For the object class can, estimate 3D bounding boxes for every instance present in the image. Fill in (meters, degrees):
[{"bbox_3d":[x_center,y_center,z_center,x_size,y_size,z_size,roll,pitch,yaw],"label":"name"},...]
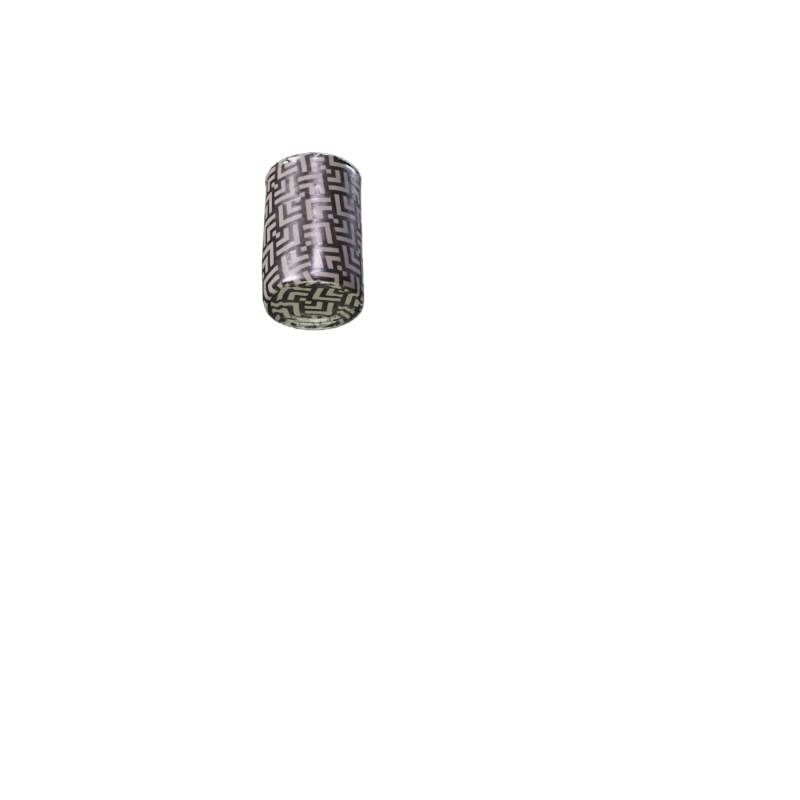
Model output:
[{"bbox_3d":[-0.059,-0.107,0.750,0.068,0.109,0.064,0,-30,-2],"label":"can"}]
